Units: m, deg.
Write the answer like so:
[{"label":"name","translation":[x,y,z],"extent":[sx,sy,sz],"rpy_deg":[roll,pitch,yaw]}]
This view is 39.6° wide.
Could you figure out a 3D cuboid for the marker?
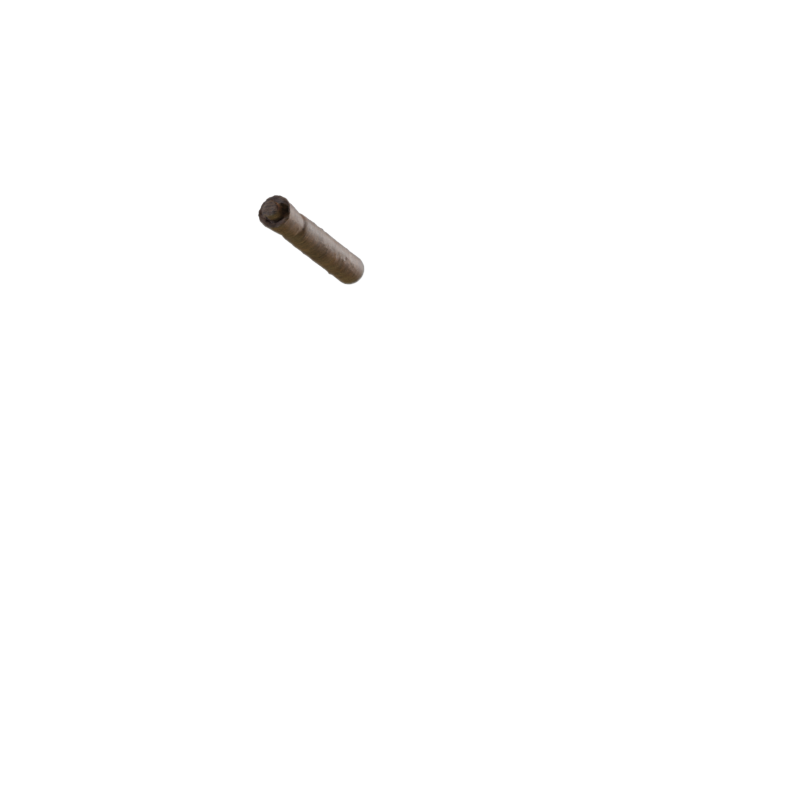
[{"label":"marker","translation":[-0.050,-0.091,0.639],"extent":[0.020,0.020,0.114],"rpy_deg":[2,-10,20]}]
